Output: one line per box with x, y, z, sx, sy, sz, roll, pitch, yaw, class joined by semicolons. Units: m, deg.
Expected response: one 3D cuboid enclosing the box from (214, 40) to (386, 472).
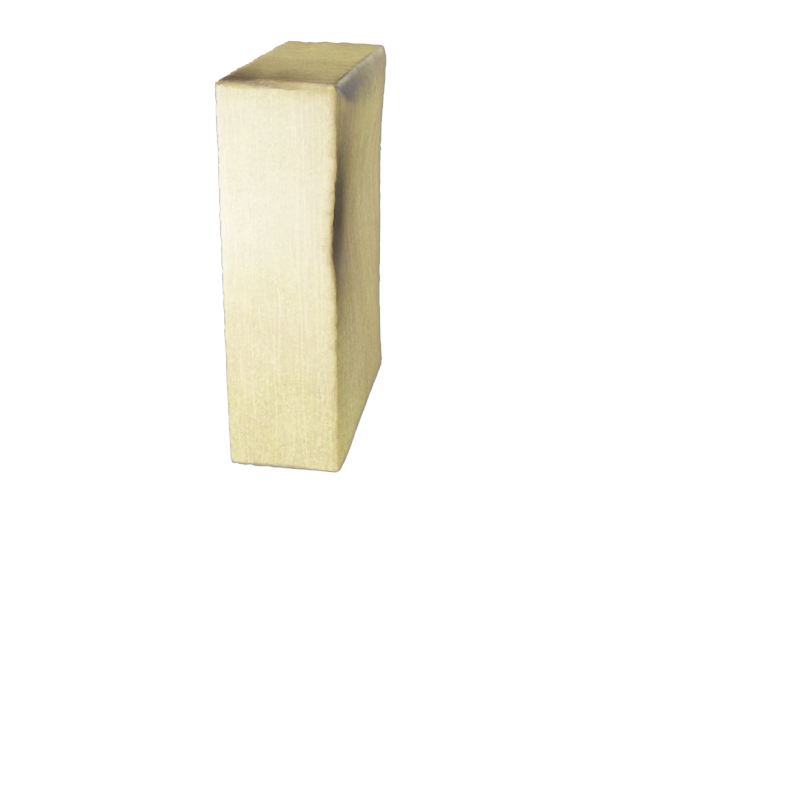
-0.051;-0.092;0.648;0.073;0.205;0.170;4;21;7;box
